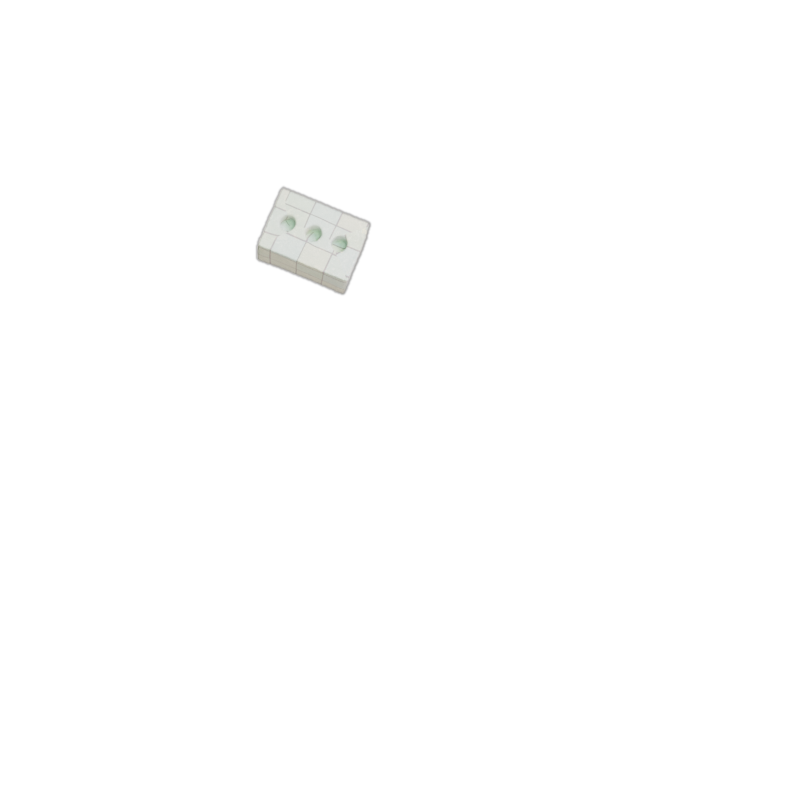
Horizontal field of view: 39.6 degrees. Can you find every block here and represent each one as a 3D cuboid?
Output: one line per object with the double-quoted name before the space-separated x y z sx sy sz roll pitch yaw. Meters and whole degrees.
"block" -0.069 -0.126 0.883 0.079 0.054 0.050 22 -12 4
